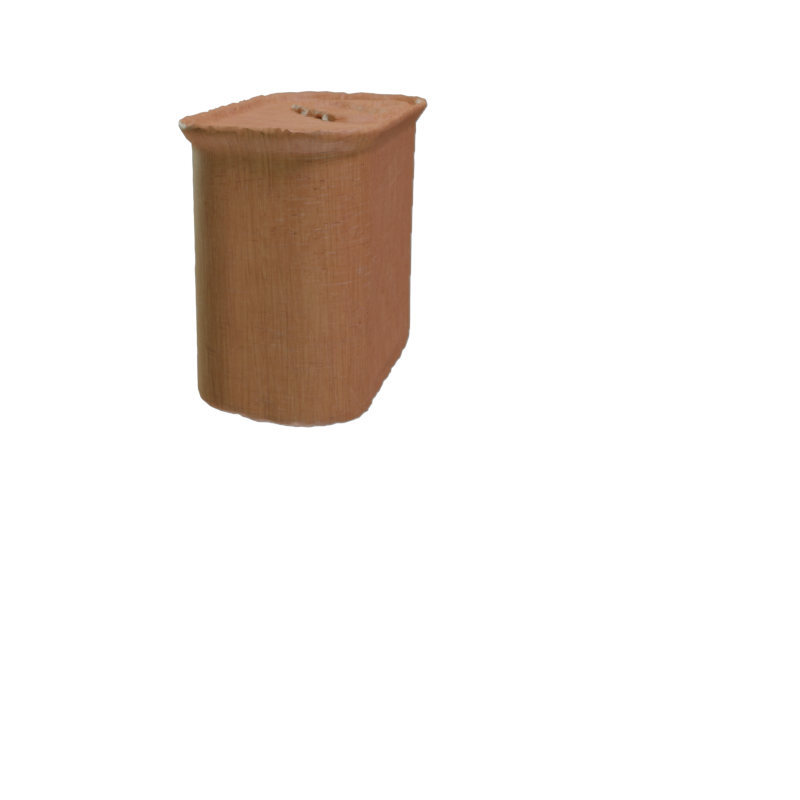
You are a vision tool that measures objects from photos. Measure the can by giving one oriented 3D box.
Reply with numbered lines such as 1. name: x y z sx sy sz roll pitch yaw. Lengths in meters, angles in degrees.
1. can: -0.027 -0.049 0.343 0.059 0.081 0.104 4 18 12
